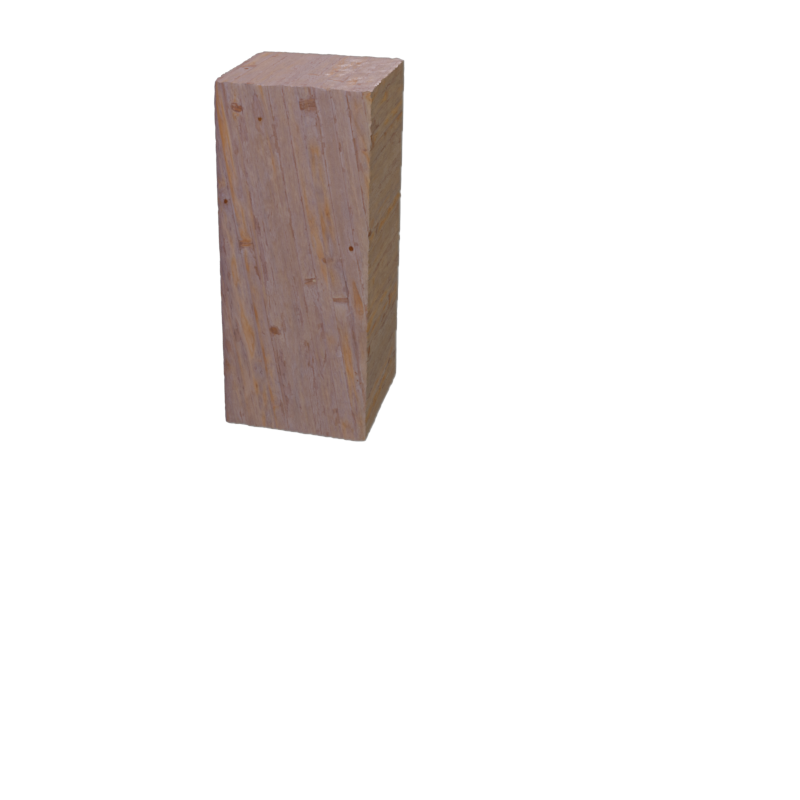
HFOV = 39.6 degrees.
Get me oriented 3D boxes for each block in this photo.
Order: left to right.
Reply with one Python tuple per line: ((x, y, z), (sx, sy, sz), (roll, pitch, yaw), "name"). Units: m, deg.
((-0.052, -0.093, 0.652), (0.092, 0.196, 0.093), (6, 24, 11), "block")
